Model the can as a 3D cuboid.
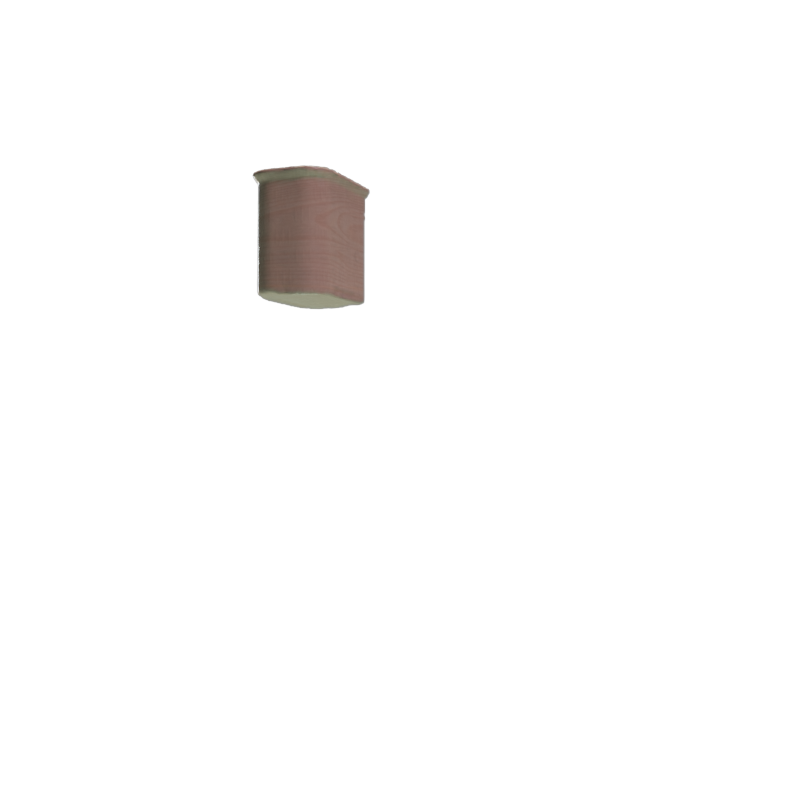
[{"bbox_3d":[-0.059,-0.108,0.759,0.059,0.085,0.098,-3,-5,20],"label":"can"}]
